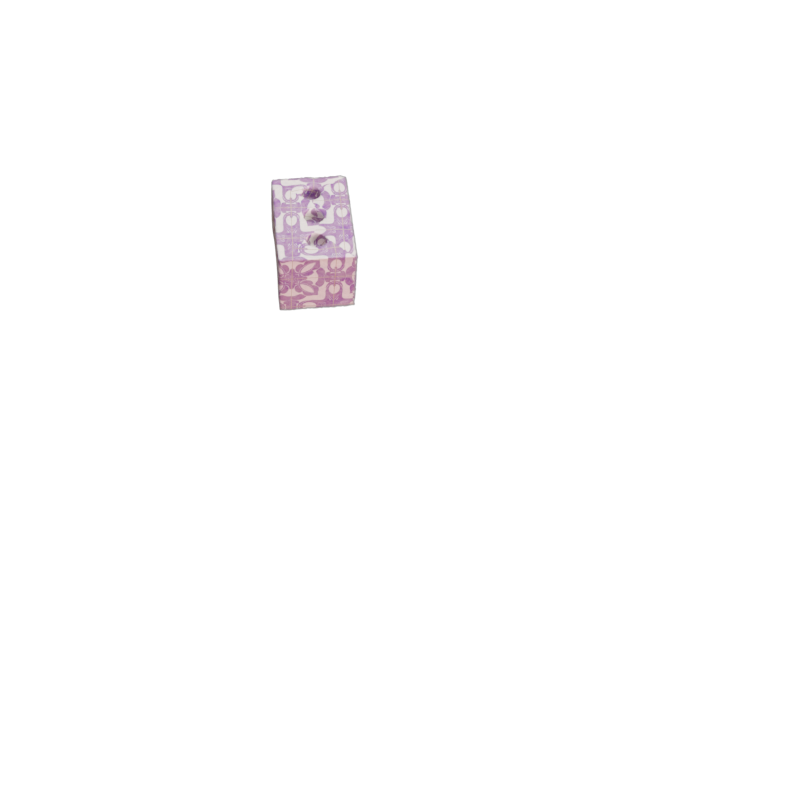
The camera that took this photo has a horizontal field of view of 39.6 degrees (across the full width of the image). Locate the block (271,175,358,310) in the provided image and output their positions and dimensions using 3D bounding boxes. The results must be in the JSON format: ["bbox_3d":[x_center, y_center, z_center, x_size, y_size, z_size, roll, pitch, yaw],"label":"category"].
[{"bbox_3d":[-0.058,-0.106,0.743,0.052,0.084,0.048,-5,-40,-6],"label":"block"}]
